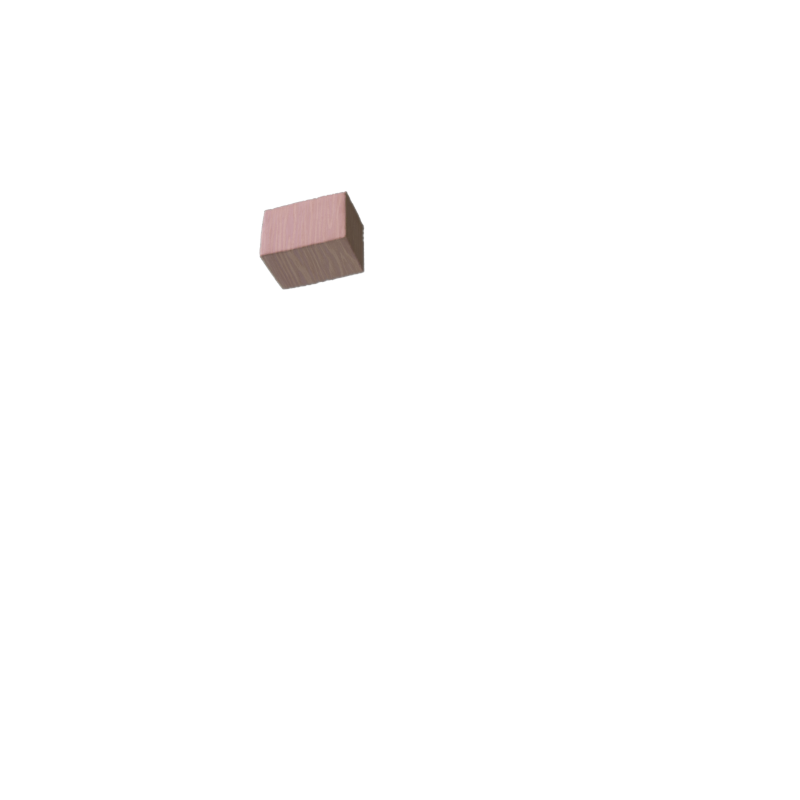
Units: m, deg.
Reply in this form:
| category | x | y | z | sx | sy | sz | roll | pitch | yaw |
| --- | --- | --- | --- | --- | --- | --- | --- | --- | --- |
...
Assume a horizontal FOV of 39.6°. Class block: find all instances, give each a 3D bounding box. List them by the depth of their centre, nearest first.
| category | x | y | z | sx | sy | sz | roll | pitch | yaw |
| --- | --- | --- | --- | --- | --- | --- | --- | --- | --- |
| block | -0.074 | -0.135 | 0.945 | 0.079 | 0.055 | 0.049 | -11 | -36 | 14 |
